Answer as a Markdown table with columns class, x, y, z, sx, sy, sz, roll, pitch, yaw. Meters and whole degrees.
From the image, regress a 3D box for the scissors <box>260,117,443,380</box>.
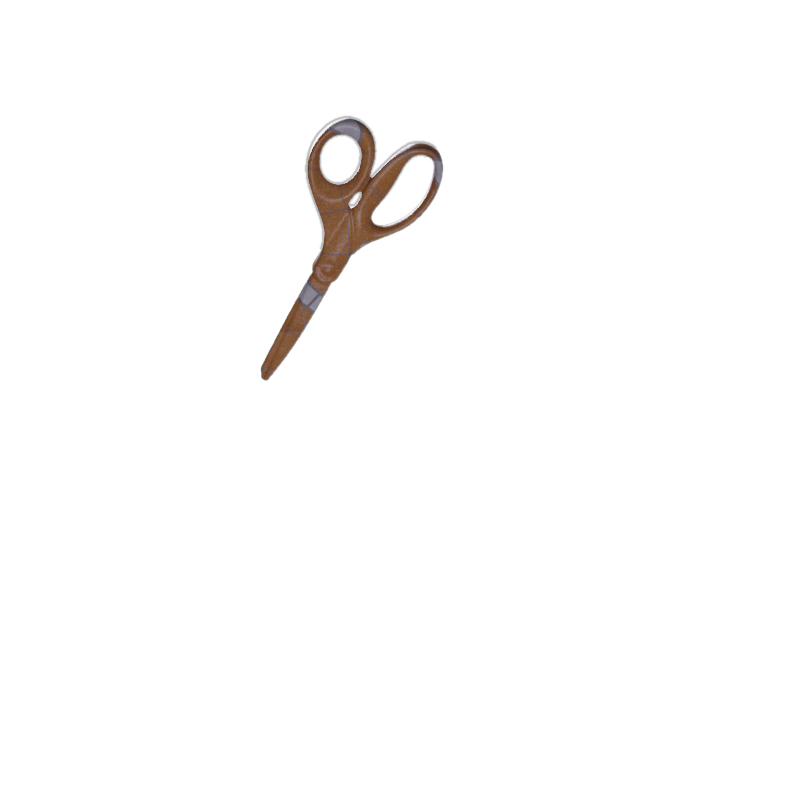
| class | x | y | z | sx | sy | sz | roll | pitch | yaw |
| --- | --- | --- | --- | --- | --- | --- | --- | --- | --- |
| scissors | -0.058 | -0.106 | 0.740 | 0.092 | 0.199 | 0.017 | 42 | 17 | -16 |
